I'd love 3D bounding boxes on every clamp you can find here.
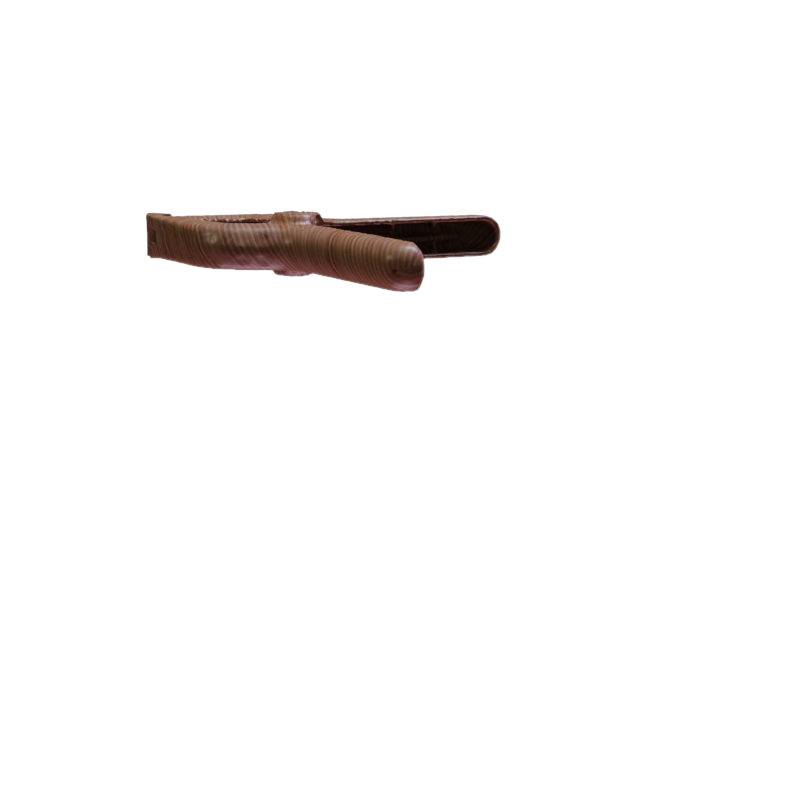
[{"bbox_3d":[-0.051,-0.093,0.652,0.218,0.036,0.162,7,15,27],"label":"clamp"}]
